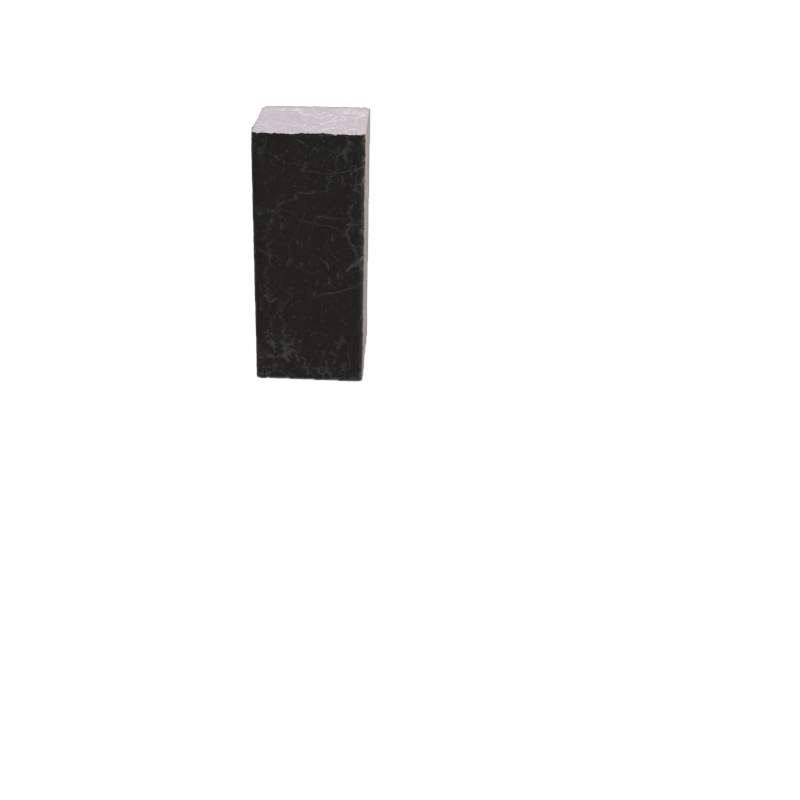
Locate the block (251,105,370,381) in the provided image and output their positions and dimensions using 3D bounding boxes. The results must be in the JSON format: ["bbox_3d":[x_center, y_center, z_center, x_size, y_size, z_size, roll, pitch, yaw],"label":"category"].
[{"bbox_3d":[-0.072,-0.129,0.906,0.090,0.196,0.095,2,23,1],"label":"block"}]
